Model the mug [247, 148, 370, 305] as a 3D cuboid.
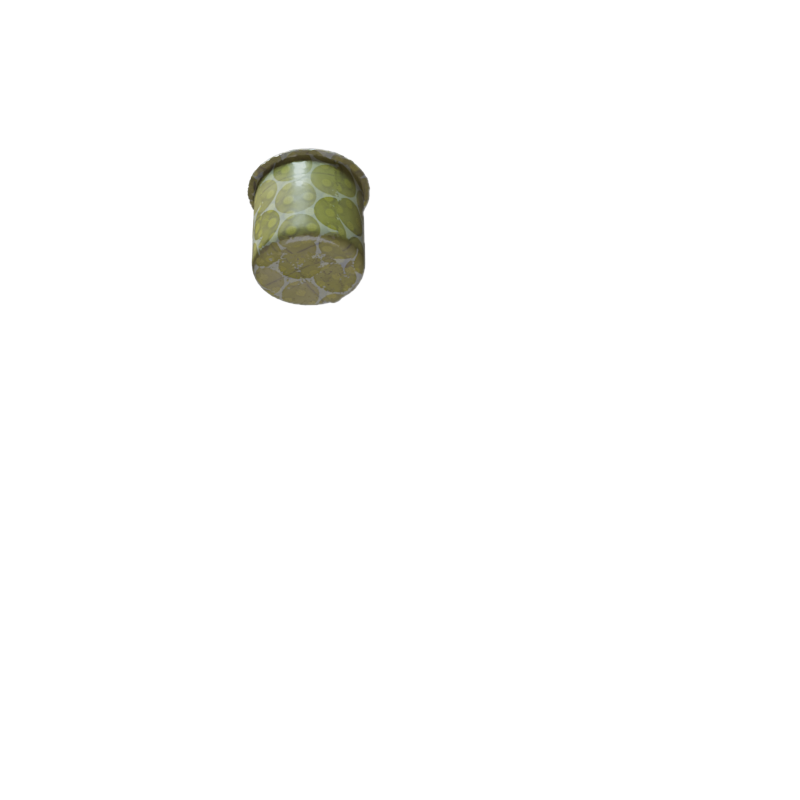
[{"bbox_3d":[-0.064,-0.118,0.823,0.094,0.087,0.108,-10,-38,11],"label":"mug"}]
